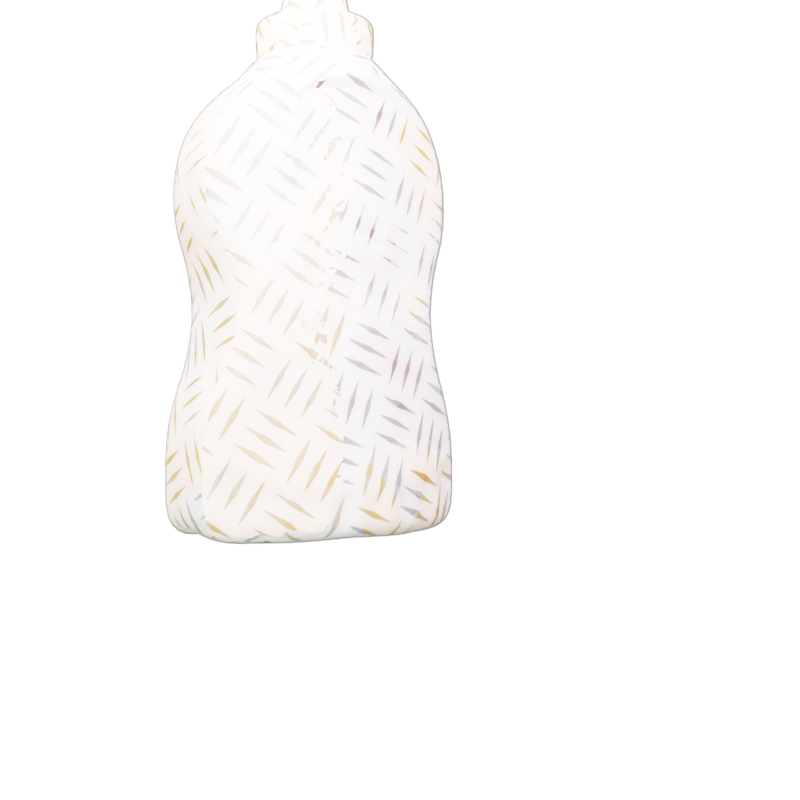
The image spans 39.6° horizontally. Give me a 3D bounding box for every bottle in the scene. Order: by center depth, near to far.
[{"bbox_3d":[-0.029,-0.053,0.374,0.092,0.195,0.059,3,-8,-31],"label":"bottle"}]
